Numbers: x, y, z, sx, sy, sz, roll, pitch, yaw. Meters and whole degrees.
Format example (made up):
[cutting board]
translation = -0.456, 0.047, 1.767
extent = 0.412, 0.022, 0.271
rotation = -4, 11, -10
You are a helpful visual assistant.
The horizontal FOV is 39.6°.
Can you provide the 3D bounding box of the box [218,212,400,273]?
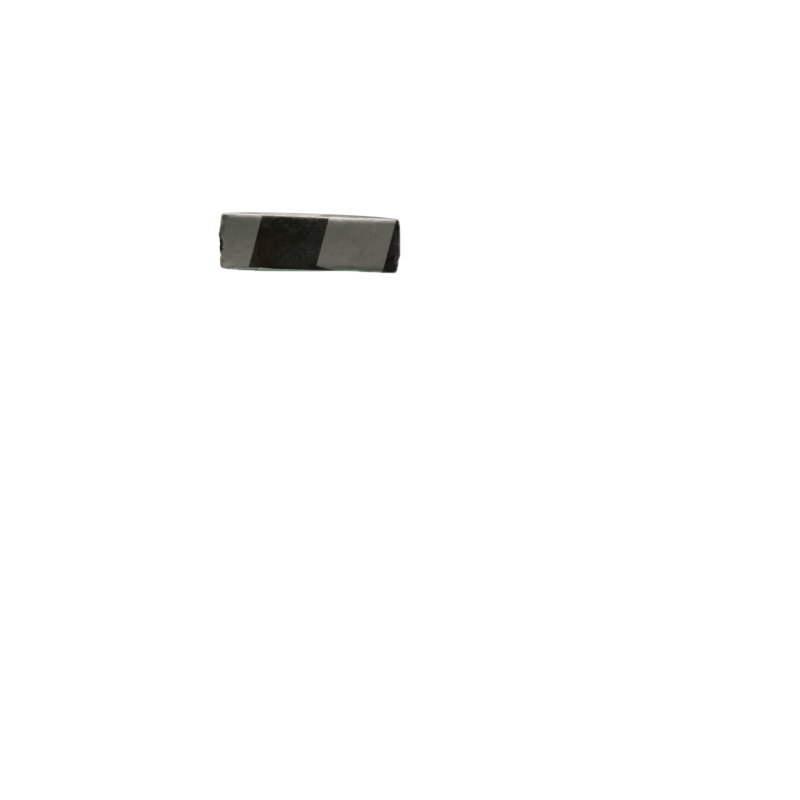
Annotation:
[box]
translation = -0.057, -0.103, 0.722
extent = 0.114, 0.039, 0.091
rotation = 0, 7, 1
